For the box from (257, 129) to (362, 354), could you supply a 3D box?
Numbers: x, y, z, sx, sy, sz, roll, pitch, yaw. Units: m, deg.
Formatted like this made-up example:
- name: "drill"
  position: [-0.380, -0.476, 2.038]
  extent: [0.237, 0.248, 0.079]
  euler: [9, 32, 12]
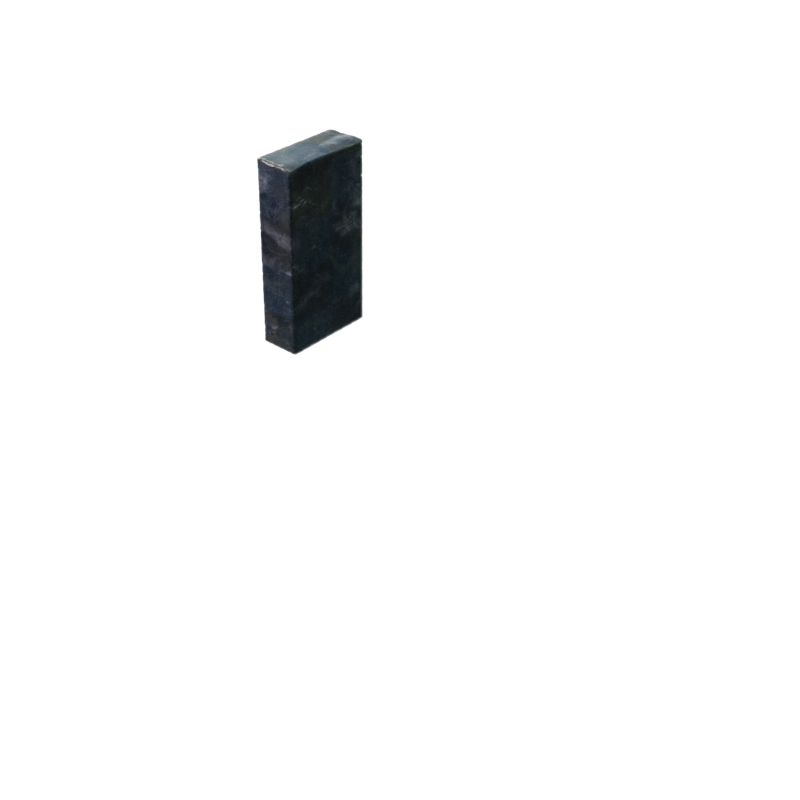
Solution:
- name: "box"
  position: [-0.076, -0.138, 0.966]
  extent: [0.051, 0.166, 0.093]
  euler: [25, 38, 33]
